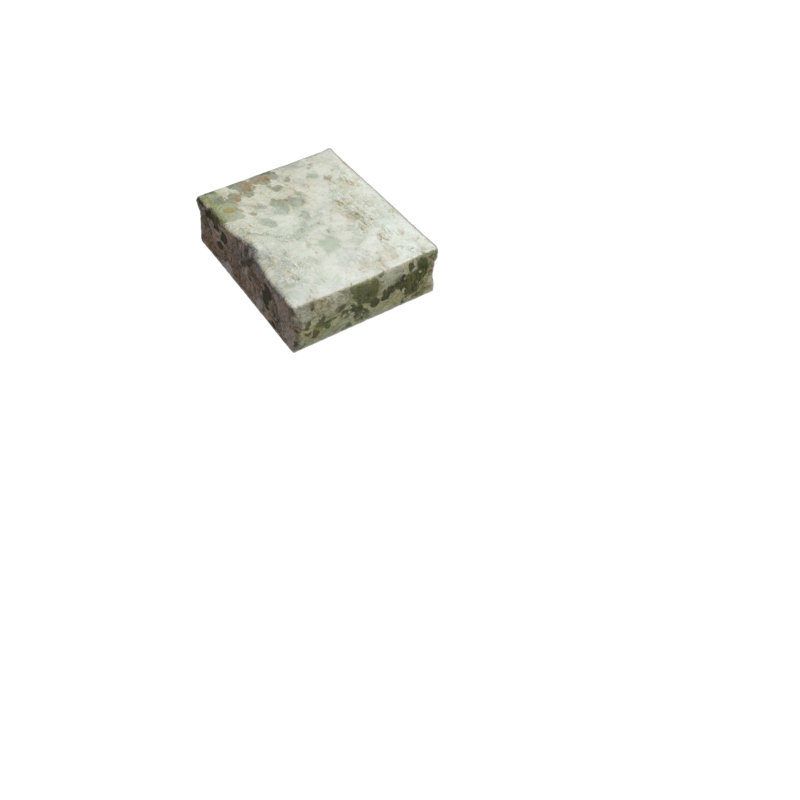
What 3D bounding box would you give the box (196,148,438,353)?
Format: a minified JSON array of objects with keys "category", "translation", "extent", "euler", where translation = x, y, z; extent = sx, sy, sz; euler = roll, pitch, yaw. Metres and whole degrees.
[{"category":"box","translation":[-0.039,-0.071,0.494],"extent":[0.073,0.028,0.096],"euler":[-24,50,-22]}]
